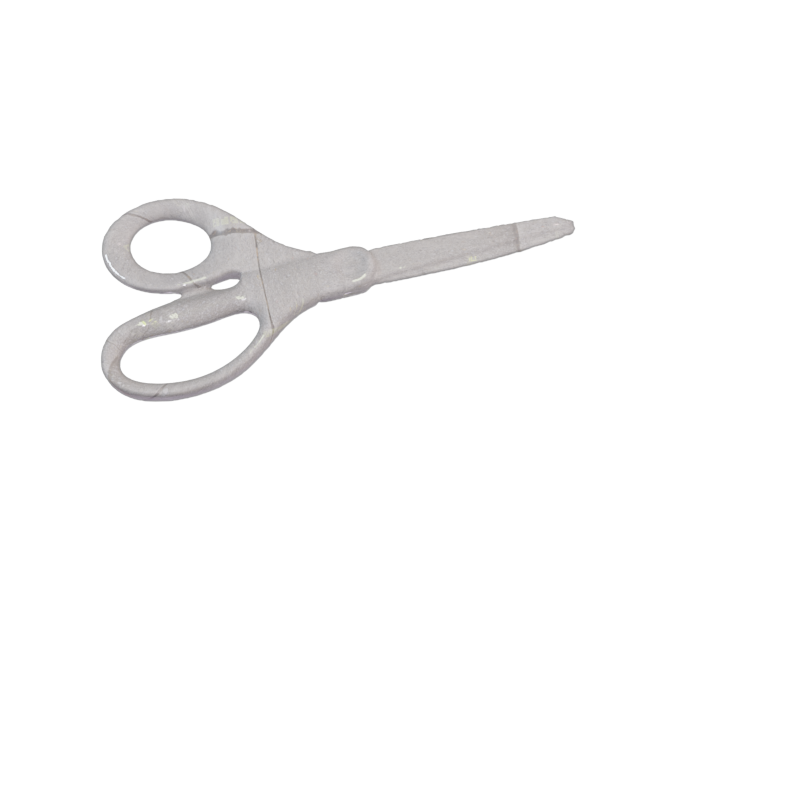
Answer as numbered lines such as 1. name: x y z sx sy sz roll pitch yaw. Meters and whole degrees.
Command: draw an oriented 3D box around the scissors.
1. scissors: -0.036 -0.066 0.466 0.201 0.102 0.015 -27 -23 -13
